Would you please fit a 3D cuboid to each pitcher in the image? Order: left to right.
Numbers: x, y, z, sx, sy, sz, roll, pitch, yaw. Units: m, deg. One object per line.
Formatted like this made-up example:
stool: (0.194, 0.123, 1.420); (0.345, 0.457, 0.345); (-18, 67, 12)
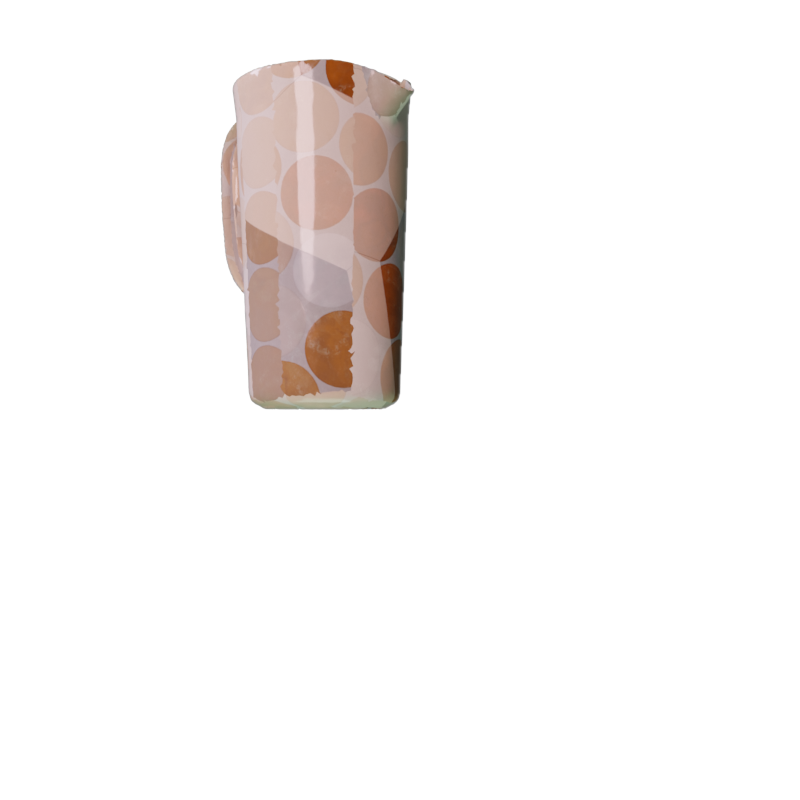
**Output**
pitcher: (-0.064, -0.116, 0.814); (0.144, 0.248, 0.147); (0, -7, -3)
